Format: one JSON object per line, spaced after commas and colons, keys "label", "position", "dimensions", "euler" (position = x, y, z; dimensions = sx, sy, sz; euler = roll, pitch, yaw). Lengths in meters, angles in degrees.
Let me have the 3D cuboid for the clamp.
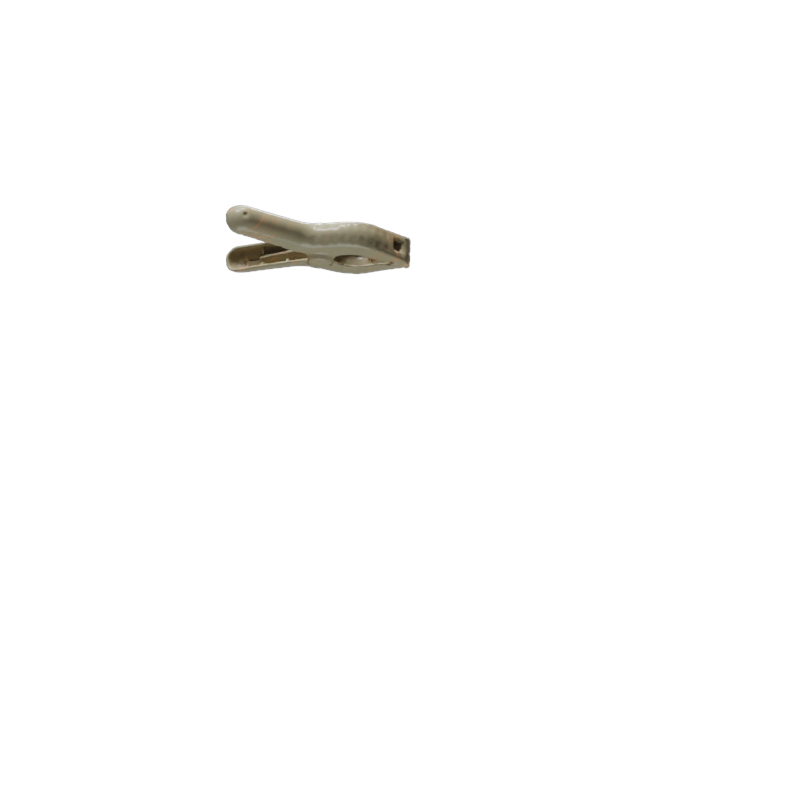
{"label": "clamp", "position": [-0.077, -0.140, 0.977], "dimensions": [0.172, 0.040, 0.116], "euler": [0, -9, 3]}
